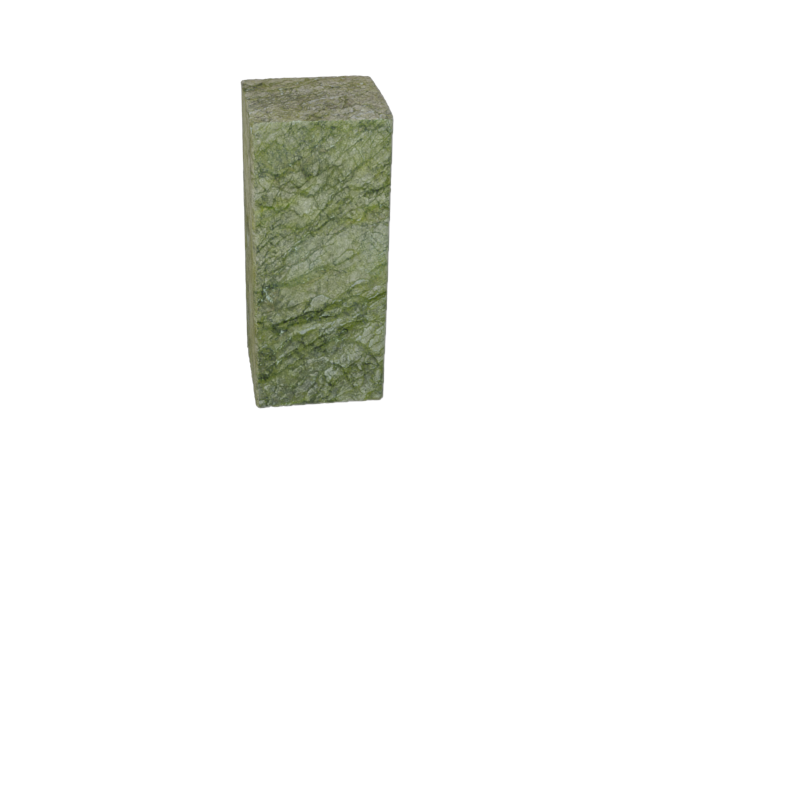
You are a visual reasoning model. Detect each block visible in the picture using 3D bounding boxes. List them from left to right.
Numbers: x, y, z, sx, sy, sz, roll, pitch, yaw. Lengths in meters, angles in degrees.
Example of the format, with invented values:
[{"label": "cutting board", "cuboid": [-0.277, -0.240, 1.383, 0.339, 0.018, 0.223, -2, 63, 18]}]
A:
[{"label": "block", "cuboid": [-0.059, -0.108, 0.755, 0.090, 0.195, 0.096, -3, 29, -9]}]
